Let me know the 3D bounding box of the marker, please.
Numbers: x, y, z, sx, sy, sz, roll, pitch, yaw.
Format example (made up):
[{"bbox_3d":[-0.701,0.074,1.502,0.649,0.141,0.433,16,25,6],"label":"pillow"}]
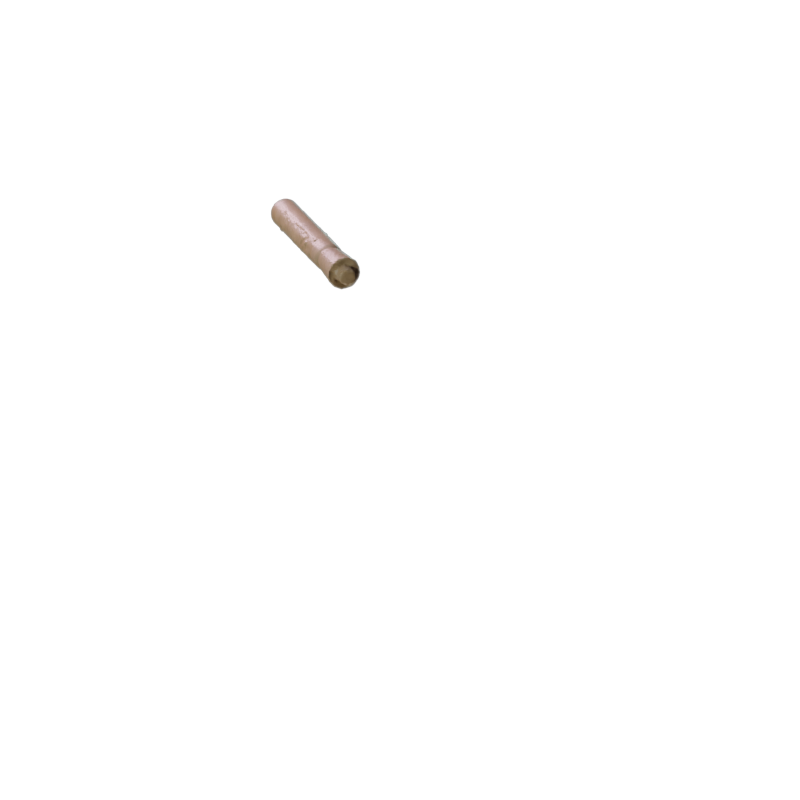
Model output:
[{"bbox_3d":[-0.052,-0.095,0.662,0.019,0.019,0.129,-2,25,-22],"label":"marker"}]
